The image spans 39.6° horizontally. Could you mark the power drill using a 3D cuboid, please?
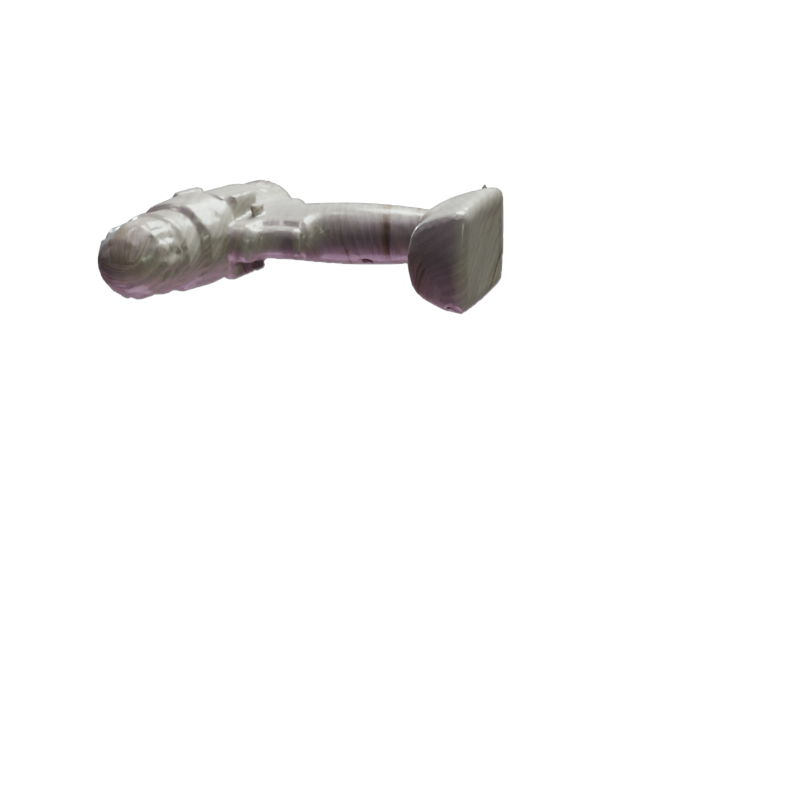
[{"bbox_3d":[-0.047,-0.086,0.602,0.193,0.055,0.186,7,21,19],"label":"power drill"}]
